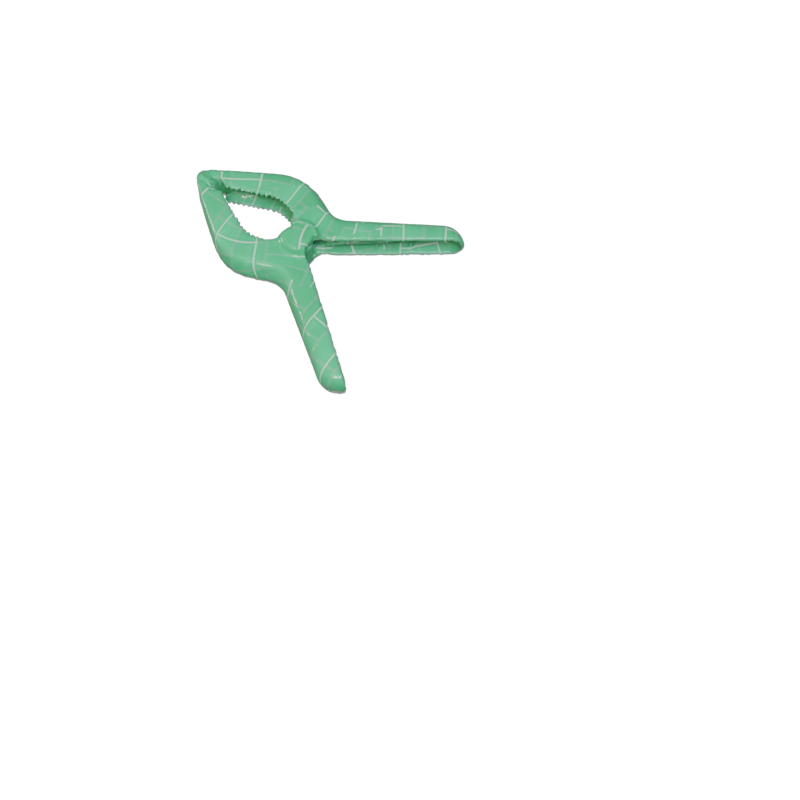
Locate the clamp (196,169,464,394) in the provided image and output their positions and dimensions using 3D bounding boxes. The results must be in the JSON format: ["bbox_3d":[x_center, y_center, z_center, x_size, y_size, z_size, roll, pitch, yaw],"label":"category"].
[{"bbox_3d":[-0.067,-0.123,0.859,0.221,0.166,0.034,40,-23,21],"label":"clamp"}]
